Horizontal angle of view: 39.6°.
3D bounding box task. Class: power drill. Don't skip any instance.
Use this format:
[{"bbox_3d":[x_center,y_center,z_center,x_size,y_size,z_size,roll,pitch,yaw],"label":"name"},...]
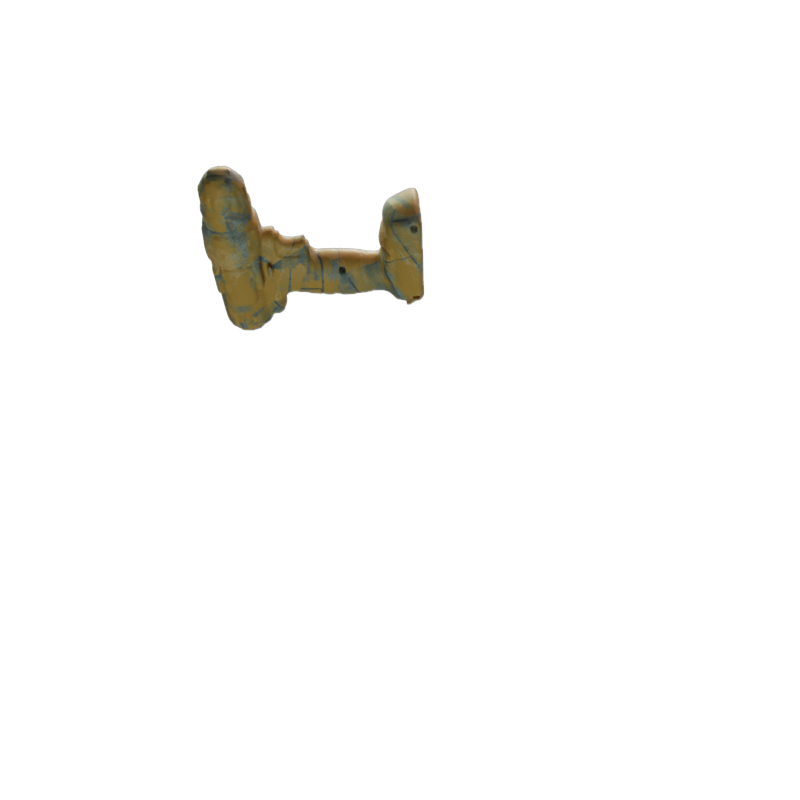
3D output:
[{"bbox_3d":[-0.075,-0.137,0.958,0.188,0.062,0.171,-3,-38,4],"label":"power drill"}]
